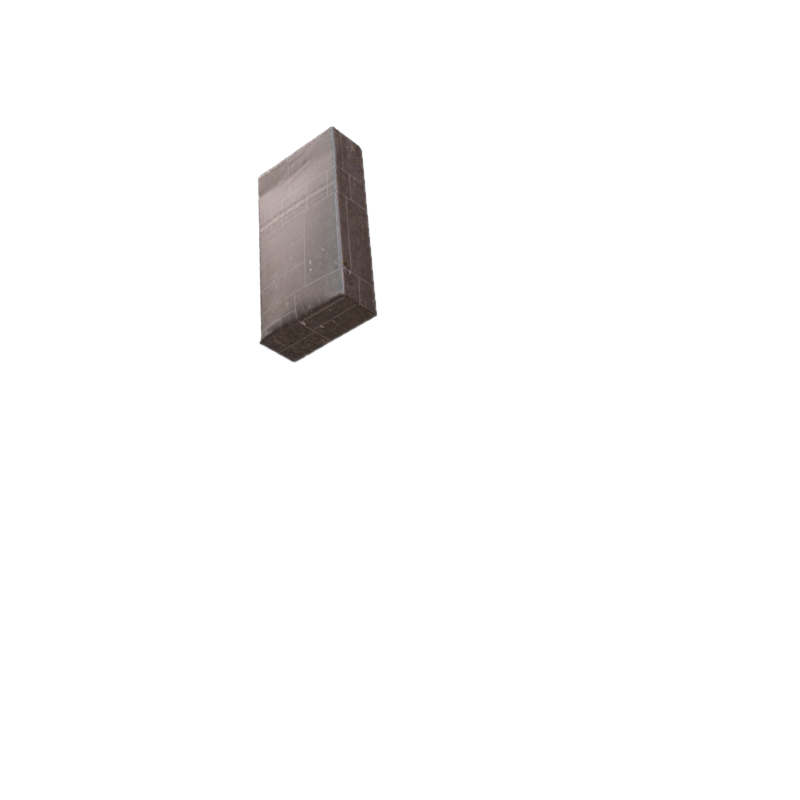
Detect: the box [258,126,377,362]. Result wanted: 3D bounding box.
[{"bbox_3d":[-0.070,-0.128,0.898,0.093,0.189,0.045,-29,-44,31],"label":"box"}]
